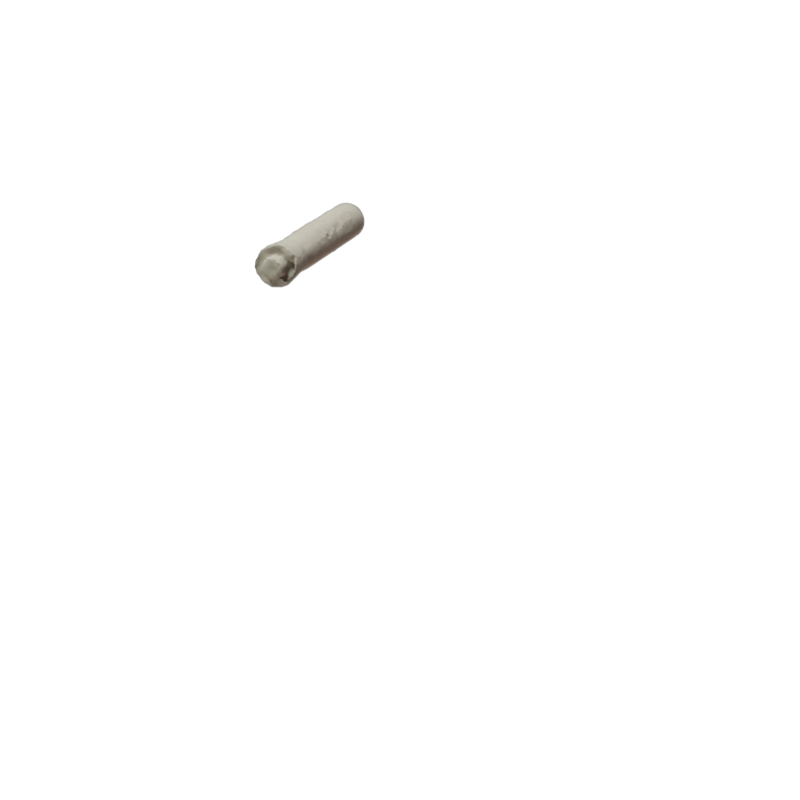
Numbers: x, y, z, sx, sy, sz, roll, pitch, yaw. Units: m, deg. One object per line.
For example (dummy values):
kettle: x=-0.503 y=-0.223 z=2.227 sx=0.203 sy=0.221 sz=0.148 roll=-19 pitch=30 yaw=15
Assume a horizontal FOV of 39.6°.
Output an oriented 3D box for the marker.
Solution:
marker: x=-0.040 y=-0.074 z=0.515 sx=0.020 sy=0.019 sz=0.123 roll=1 pitch=18 yaw=13
